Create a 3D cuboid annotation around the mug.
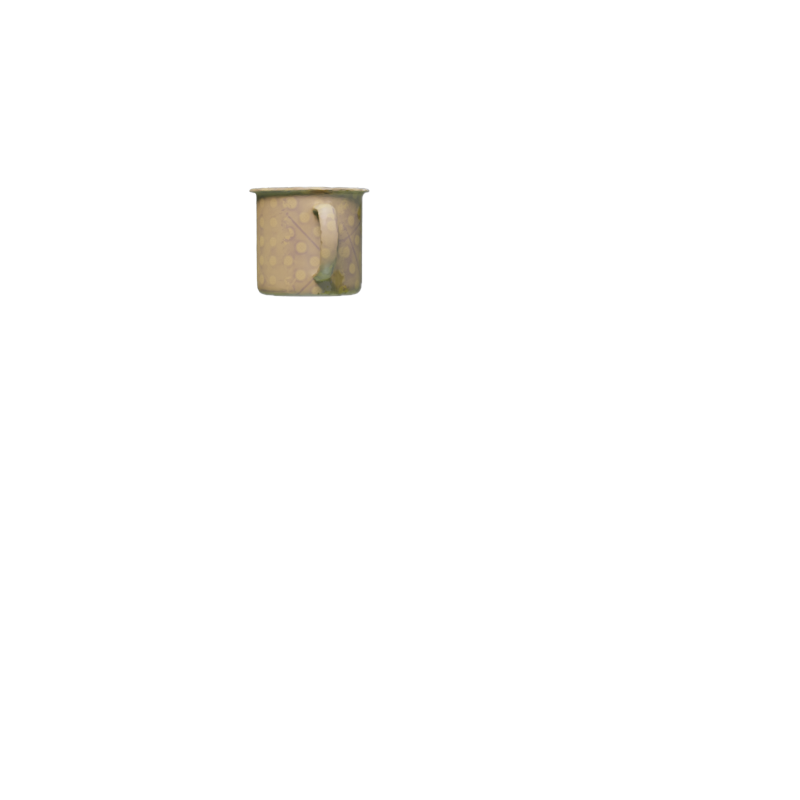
[{"bbox_3d":[-0.066,-0.121,0.846,0.091,0.081,0.121,-2,6,-18],"label":"mug"}]
